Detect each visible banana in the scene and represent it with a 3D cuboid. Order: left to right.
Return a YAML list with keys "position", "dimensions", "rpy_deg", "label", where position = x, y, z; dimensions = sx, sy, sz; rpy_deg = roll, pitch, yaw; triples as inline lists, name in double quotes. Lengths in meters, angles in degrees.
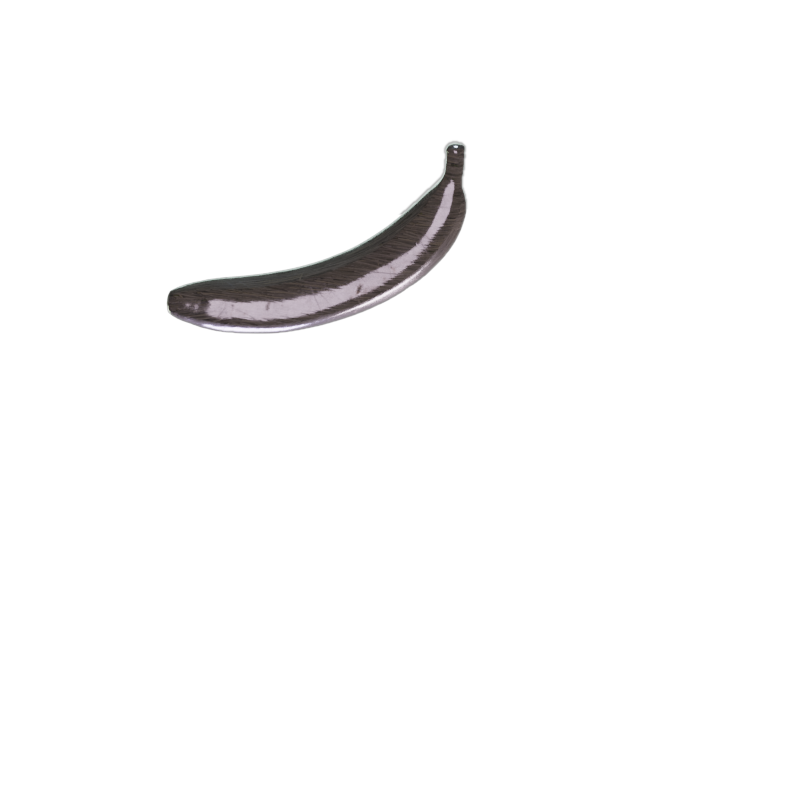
- position: [-0.039, -0.080, 0.651]
  dimensions: [0.198, 0.067, 0.038]
  rpy_deg: [-27, 18, 9]
  label: "banana"
